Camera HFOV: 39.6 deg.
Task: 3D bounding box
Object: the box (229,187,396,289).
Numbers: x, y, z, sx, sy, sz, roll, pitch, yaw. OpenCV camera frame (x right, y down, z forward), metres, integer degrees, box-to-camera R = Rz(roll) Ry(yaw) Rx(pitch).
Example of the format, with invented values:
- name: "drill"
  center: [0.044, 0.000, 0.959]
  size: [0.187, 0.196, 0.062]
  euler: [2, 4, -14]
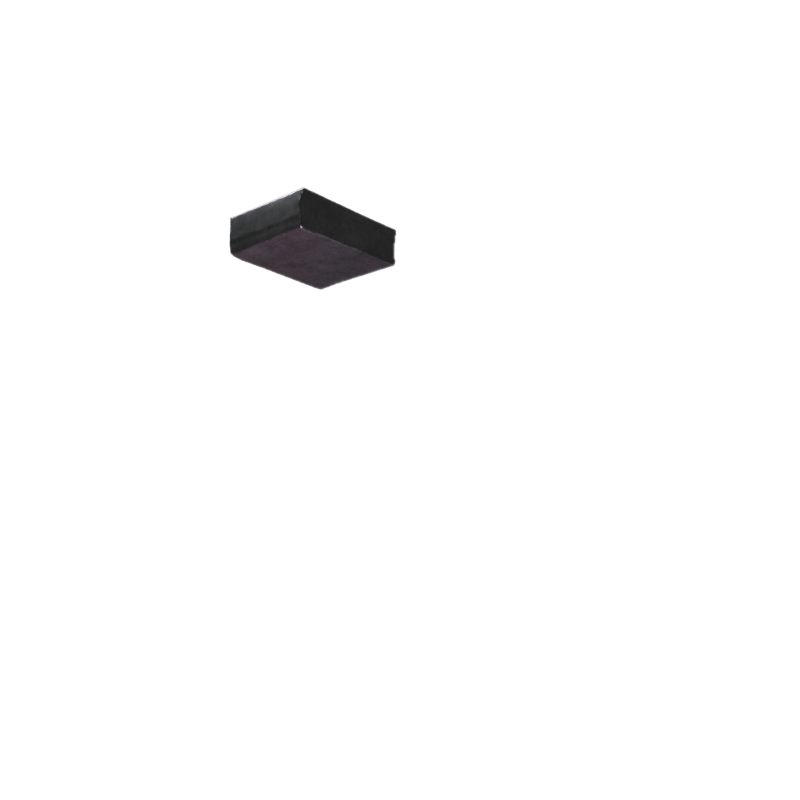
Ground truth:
- name: "box"
  center: [-0.072, -0.132, 0.924]
  size: [0.091, 0.041, 0.107]
  euler: [-15, -22, 41]
